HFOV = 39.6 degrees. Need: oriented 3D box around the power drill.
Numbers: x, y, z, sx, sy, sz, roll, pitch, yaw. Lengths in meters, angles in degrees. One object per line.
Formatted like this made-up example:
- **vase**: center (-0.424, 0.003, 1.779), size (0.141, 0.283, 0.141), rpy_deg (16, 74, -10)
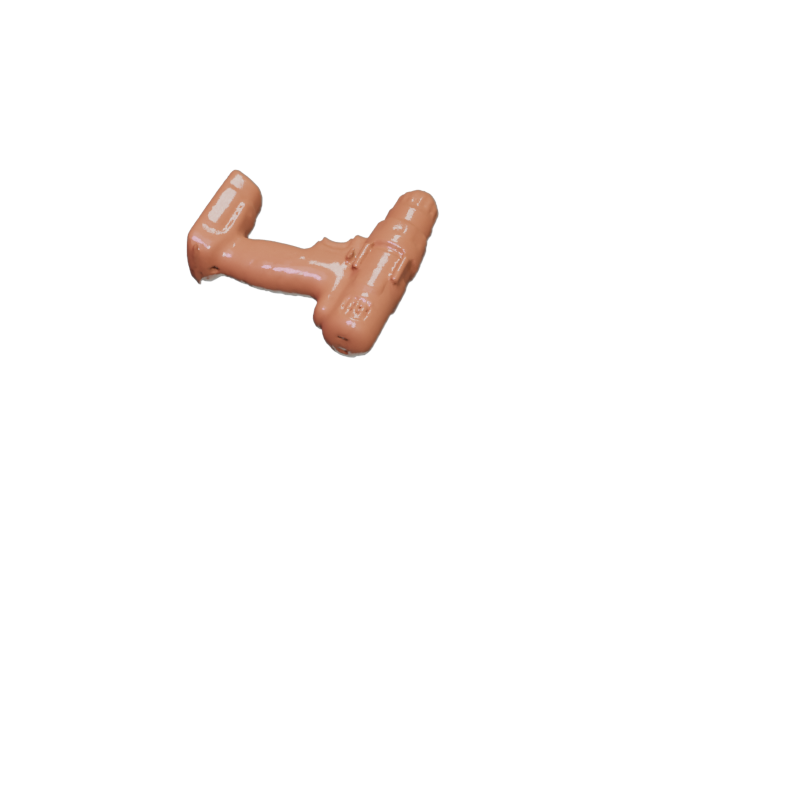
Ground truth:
- **power drill**: center (-0.075, -0.137, 0.957), size (0.193, 0.192, 0.053), rpy_deg (18, -39, 15)
